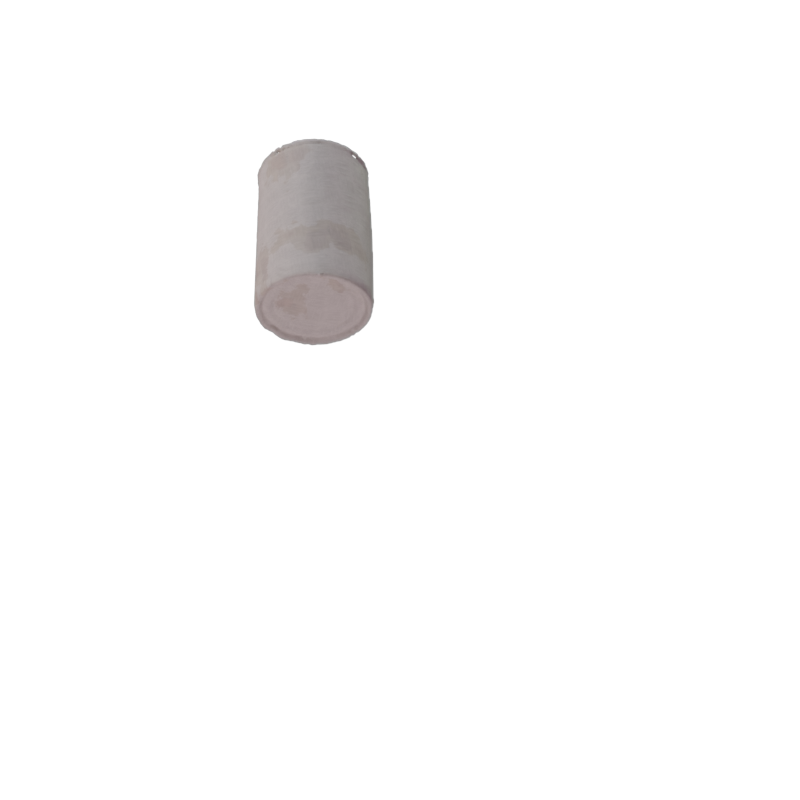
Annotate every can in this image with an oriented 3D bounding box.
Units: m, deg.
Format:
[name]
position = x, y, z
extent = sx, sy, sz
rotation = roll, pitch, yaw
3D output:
[can]
position = -0.050, -0.092, 0.643
extent = 0.068, 0.110, 0.064
rotation = -1, -37, -3
